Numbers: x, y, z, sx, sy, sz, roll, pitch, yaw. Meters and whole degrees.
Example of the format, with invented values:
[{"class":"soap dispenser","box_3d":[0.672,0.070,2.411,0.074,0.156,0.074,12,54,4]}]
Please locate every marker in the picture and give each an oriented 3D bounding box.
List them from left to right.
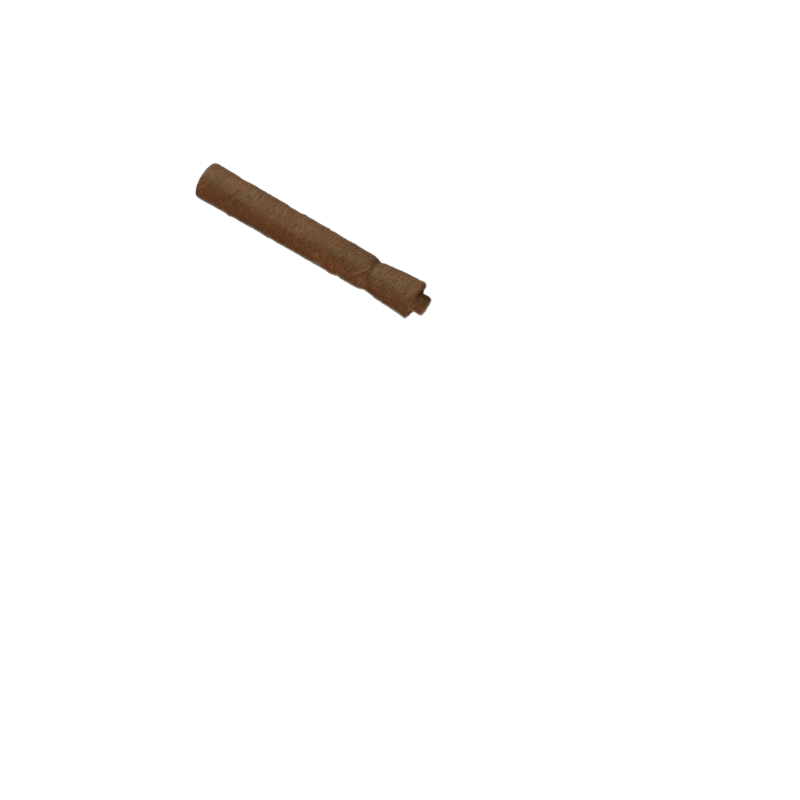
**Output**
[{"class":"marker","box_3d":[-0.040,-0.073,0.510,0.125,0.019,0.019,31,10,13]}]
